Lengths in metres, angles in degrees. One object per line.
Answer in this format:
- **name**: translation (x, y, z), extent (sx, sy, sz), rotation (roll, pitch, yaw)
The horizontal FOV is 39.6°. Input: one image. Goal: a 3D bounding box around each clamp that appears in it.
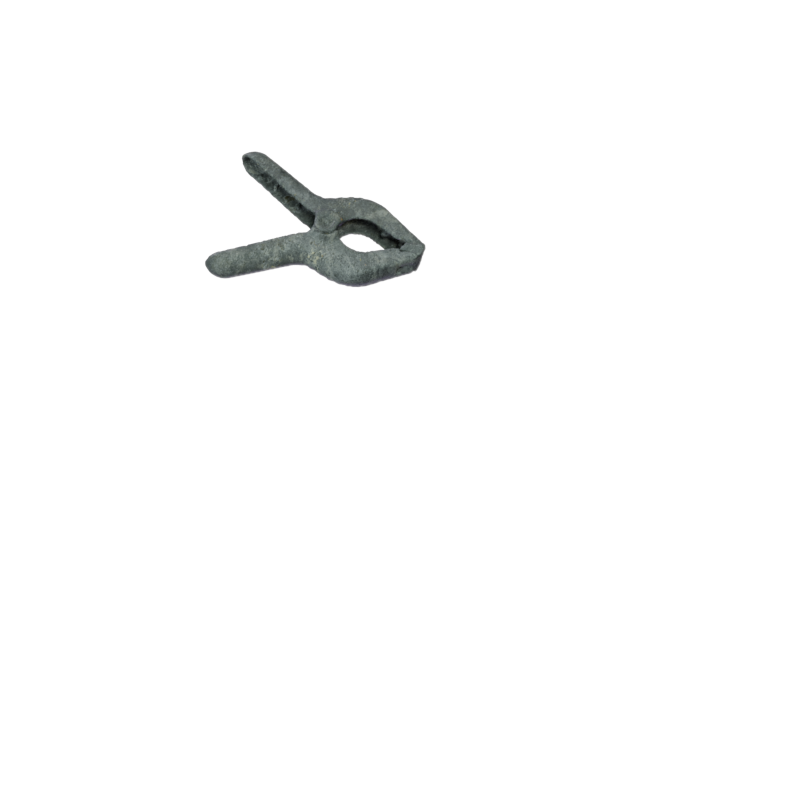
- **clamp**: translation (-0.070, -0.127, 0.891), extent (0.175, 0.125, 0.037), rotation (20, -24, 9)
